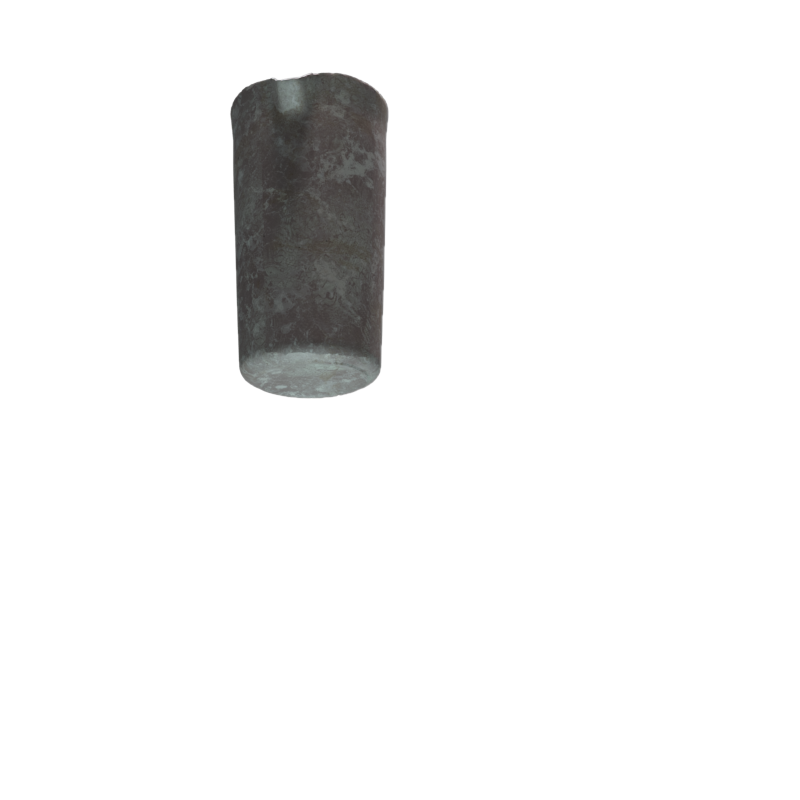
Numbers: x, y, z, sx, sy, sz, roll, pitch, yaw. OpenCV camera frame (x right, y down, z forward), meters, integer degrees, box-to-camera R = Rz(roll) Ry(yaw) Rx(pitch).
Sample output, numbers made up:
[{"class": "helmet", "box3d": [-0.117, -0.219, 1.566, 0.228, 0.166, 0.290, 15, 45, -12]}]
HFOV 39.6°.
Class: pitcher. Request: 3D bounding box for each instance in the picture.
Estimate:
[{"class": "pitcher", "box3d": [-0.070, -0.128, 0.895, 0.142, 0.256, 0.145, 15, -28, -34]}]
